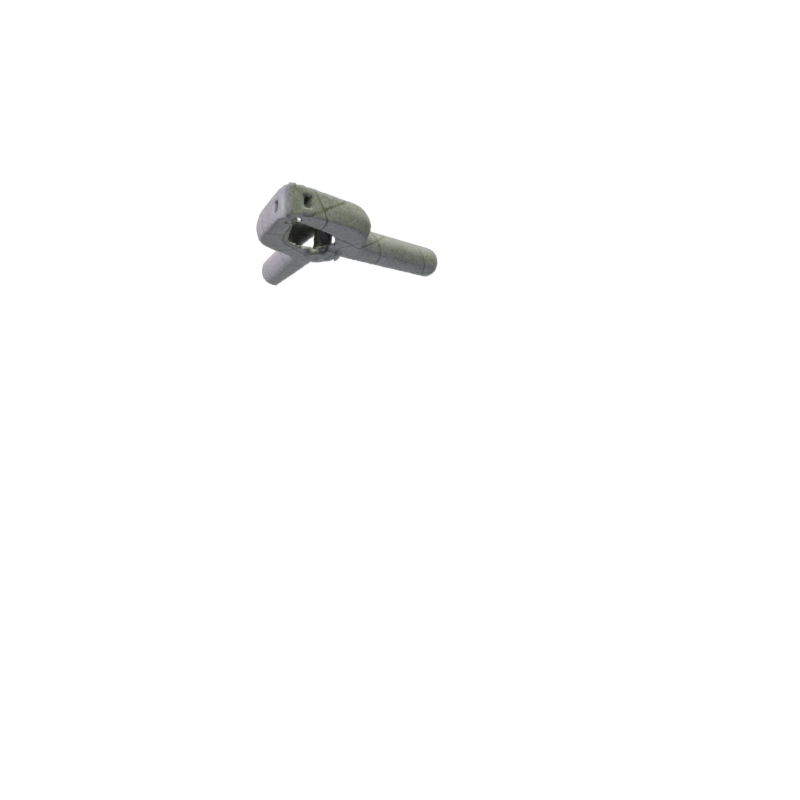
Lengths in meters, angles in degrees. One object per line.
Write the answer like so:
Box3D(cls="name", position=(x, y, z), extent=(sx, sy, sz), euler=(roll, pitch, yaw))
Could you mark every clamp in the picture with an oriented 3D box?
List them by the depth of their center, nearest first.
Box3D(cls="clamp", position=(-0.074, -0.136, 0.950), extent=(0.168, 0.038, 0.199), euler=(-4, -11, 20))
